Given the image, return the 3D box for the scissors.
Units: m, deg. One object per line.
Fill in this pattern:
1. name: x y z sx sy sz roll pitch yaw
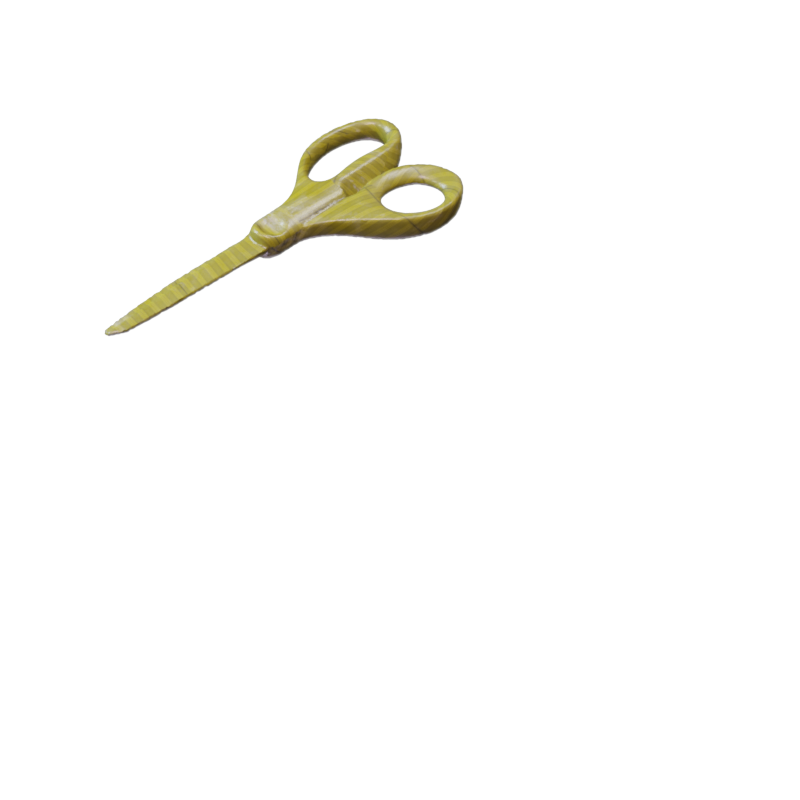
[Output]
1. scissors: -0.042 -0.076 0.534 0.100 0.015 0.208 21 49 19
